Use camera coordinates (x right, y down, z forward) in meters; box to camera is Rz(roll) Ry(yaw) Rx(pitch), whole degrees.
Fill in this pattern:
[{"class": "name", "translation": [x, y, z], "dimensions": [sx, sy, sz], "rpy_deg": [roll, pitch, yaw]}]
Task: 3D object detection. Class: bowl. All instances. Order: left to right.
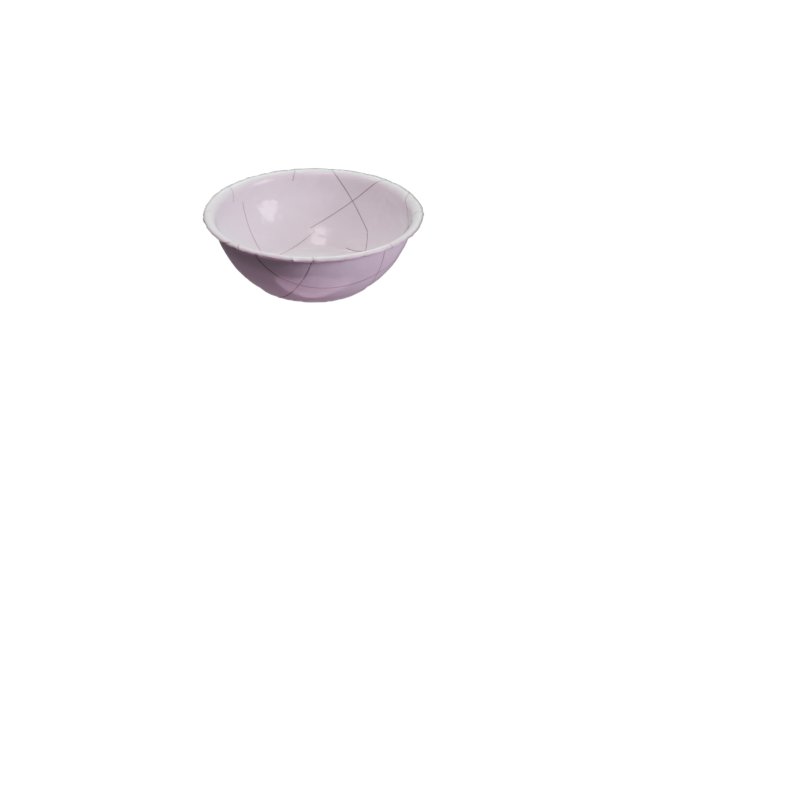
[{"class": "bowl", "translation": [-0.065, -0.118, 0.825], "dimensions": [0.162, 0.052, 0.172], "rpy_deg": [-1, 32, -2]}]
